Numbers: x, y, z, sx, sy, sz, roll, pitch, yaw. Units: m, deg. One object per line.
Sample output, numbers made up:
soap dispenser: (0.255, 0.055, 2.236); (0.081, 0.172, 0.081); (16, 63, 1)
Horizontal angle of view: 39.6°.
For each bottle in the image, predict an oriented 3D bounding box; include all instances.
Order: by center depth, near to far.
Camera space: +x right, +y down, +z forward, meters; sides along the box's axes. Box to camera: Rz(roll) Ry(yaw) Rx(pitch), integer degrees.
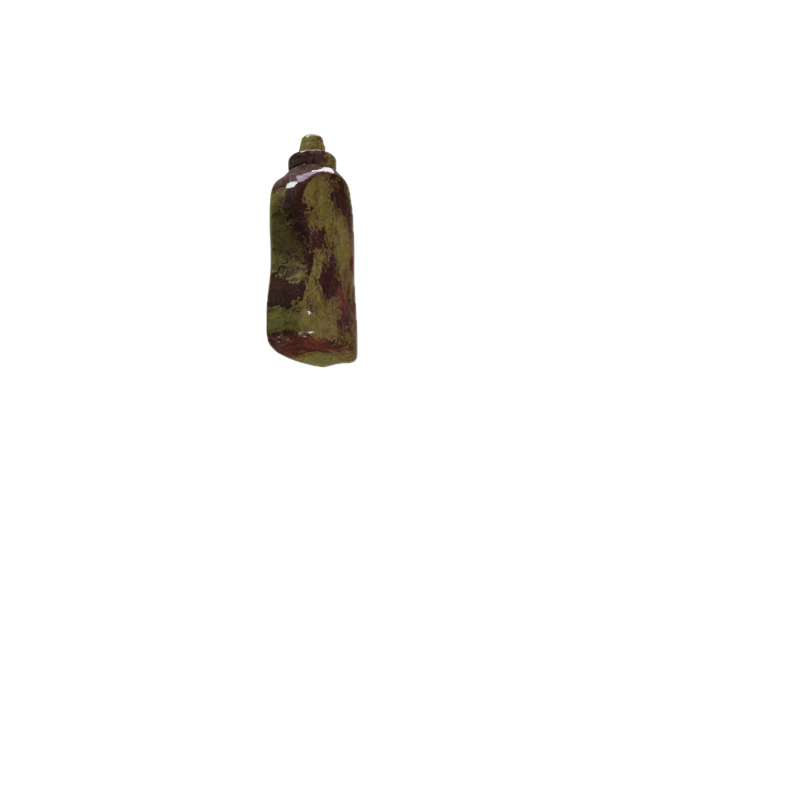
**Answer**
bottle: (-0.072, -0.130, 0.911); (0.059, 0.201, 0.090); (-13, -23, 28)
